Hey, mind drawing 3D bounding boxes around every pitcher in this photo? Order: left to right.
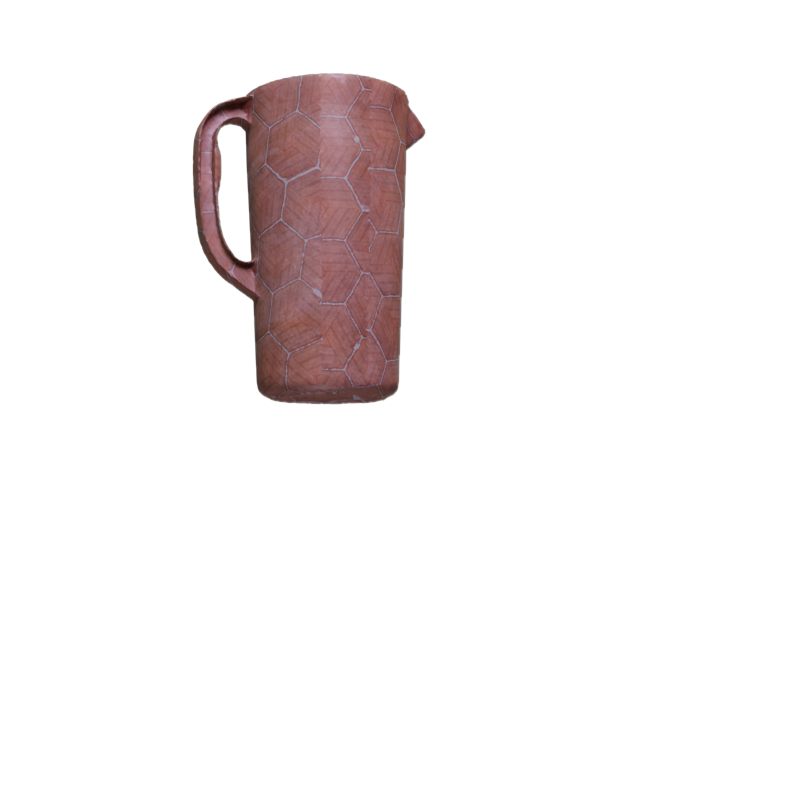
[{"bbox_3d":[-0.067,-0.123,0.860,0.153,0.250,0.138,-5,-12,23],"label":"pitcher"}]
